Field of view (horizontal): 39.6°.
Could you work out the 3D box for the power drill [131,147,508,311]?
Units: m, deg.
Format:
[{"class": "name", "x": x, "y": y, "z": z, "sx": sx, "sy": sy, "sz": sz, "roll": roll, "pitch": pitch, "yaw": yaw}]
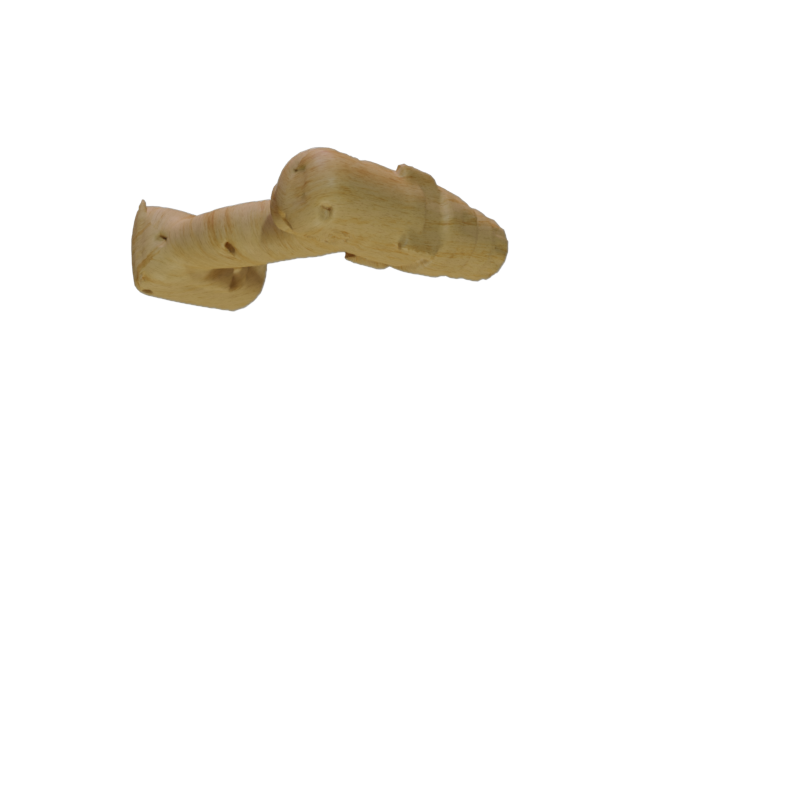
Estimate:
[{"class": "power drill", "x": -0.051, "y": -0.094, "z": 0.656, "sx": 0.192, "sy": 0.059, "sz": 0.174, "roll": -8, "pitch": -13, "yaw": 37}]
